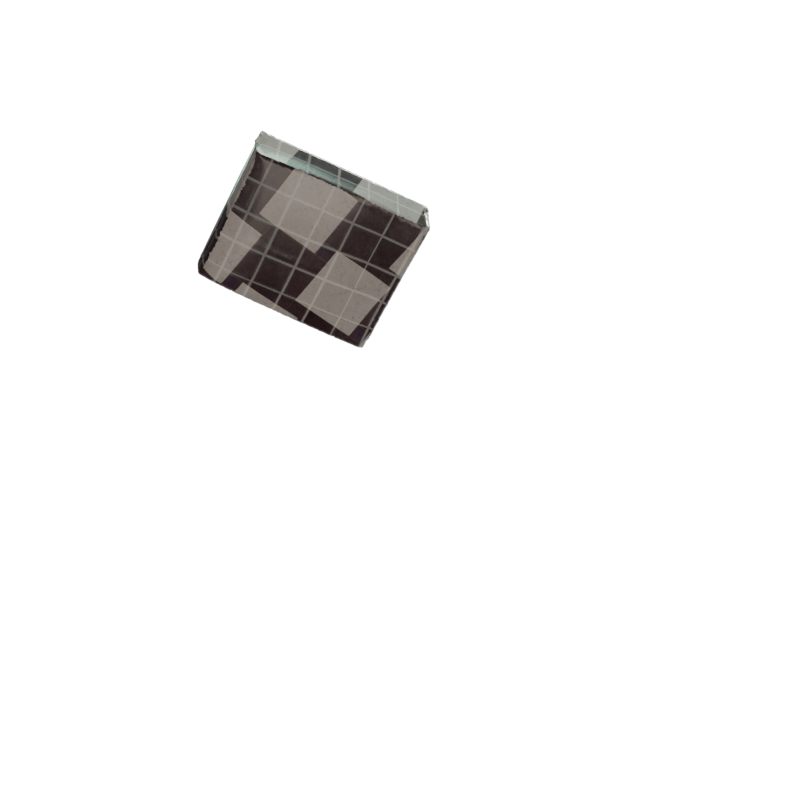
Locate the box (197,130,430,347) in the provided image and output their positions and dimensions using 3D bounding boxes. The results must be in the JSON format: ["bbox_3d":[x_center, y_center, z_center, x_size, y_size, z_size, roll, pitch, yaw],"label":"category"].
[{"bbox_3d":[-0.051,-0.093,0.655,0.111,0.087,0.041,24,24,-12],"label":"box"}]
